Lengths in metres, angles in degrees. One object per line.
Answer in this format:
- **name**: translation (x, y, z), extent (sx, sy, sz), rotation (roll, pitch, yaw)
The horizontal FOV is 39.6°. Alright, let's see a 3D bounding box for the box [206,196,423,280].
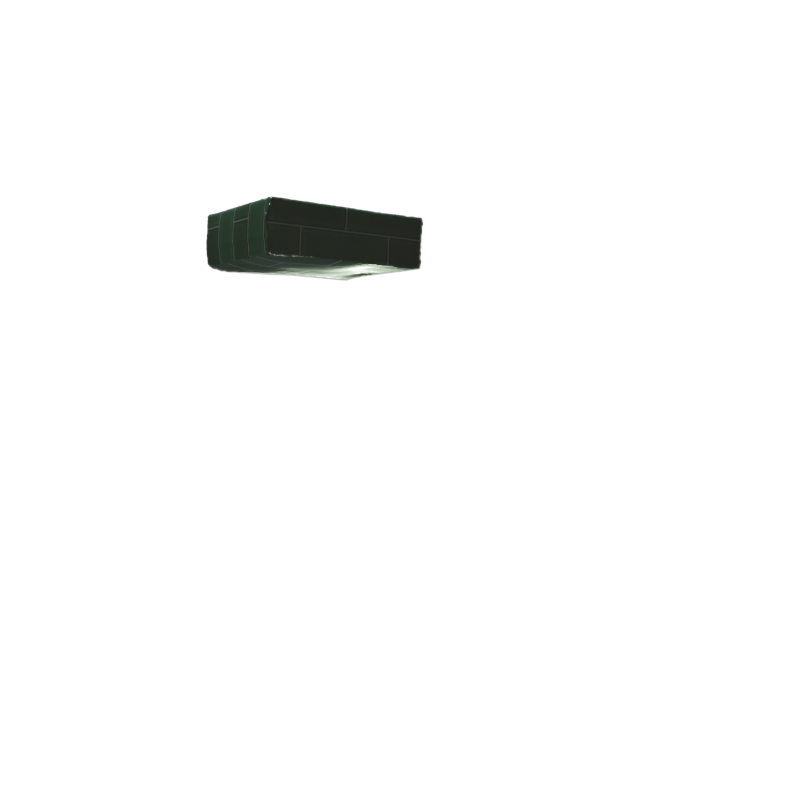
- **box**: translation (-0.056, -0.101, 0.711), extent (0.109, 0.039, 0.092), rotation (1, -1, -32)
